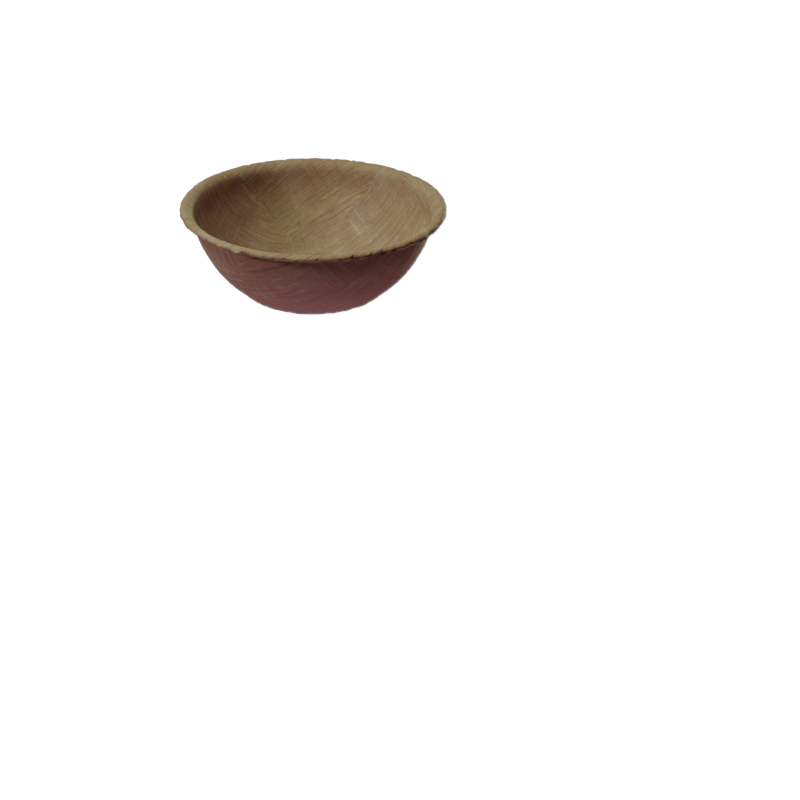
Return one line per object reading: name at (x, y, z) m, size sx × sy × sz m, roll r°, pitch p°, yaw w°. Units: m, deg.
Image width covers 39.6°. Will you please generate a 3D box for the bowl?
bowl at (-0.053, -0.098, 0.683) m, size 0.162 × 0.052 × 0.172 m, roll -1°, pitch 30°, yaw -2°
